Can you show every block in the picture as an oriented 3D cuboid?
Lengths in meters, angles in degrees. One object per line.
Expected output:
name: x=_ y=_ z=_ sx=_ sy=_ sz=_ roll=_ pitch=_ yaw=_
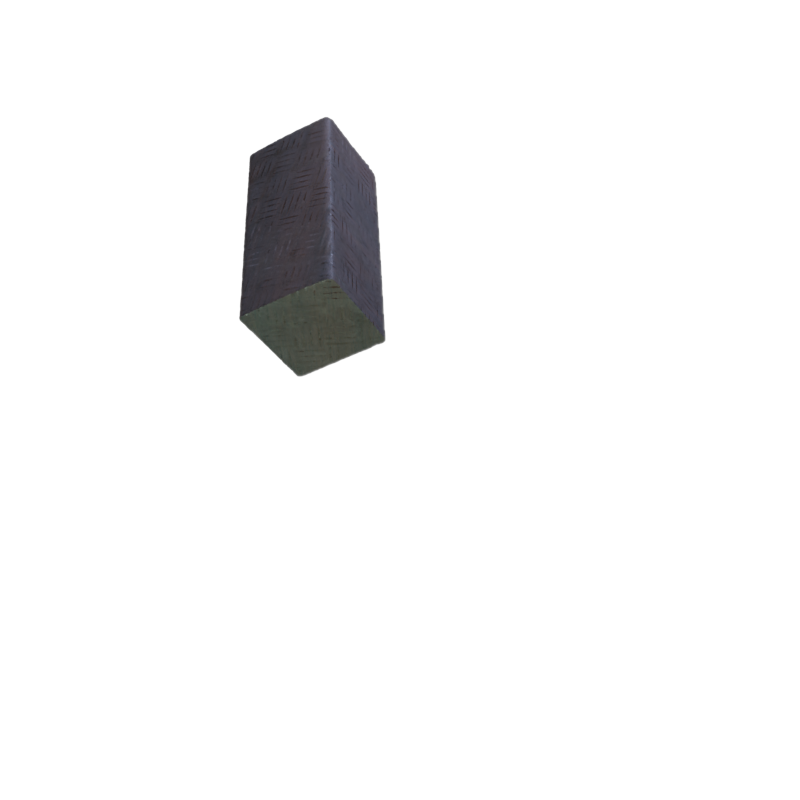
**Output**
block: x=-0.075 y=-0.139 z=0.969 sx=0.090 sy=0.221 sz=0.084 roll=-24 pitch=-46 yaw=20
